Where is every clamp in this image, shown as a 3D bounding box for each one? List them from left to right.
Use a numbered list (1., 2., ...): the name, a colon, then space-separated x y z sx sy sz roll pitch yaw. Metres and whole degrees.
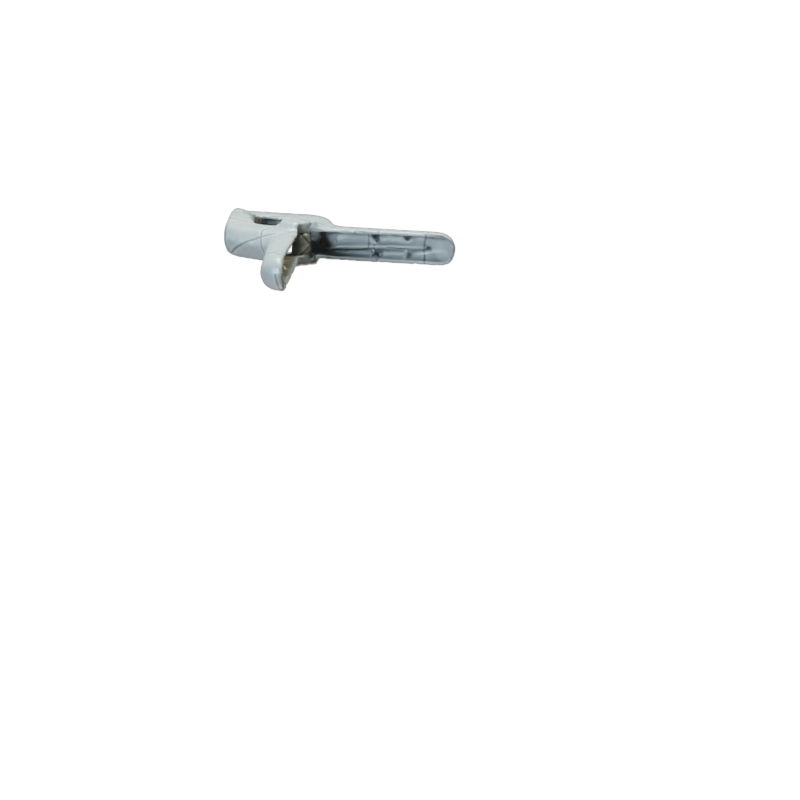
1. clamp: -0.069 -0.127 0.886 0.161 0.035 0.222 -9 20 -26
